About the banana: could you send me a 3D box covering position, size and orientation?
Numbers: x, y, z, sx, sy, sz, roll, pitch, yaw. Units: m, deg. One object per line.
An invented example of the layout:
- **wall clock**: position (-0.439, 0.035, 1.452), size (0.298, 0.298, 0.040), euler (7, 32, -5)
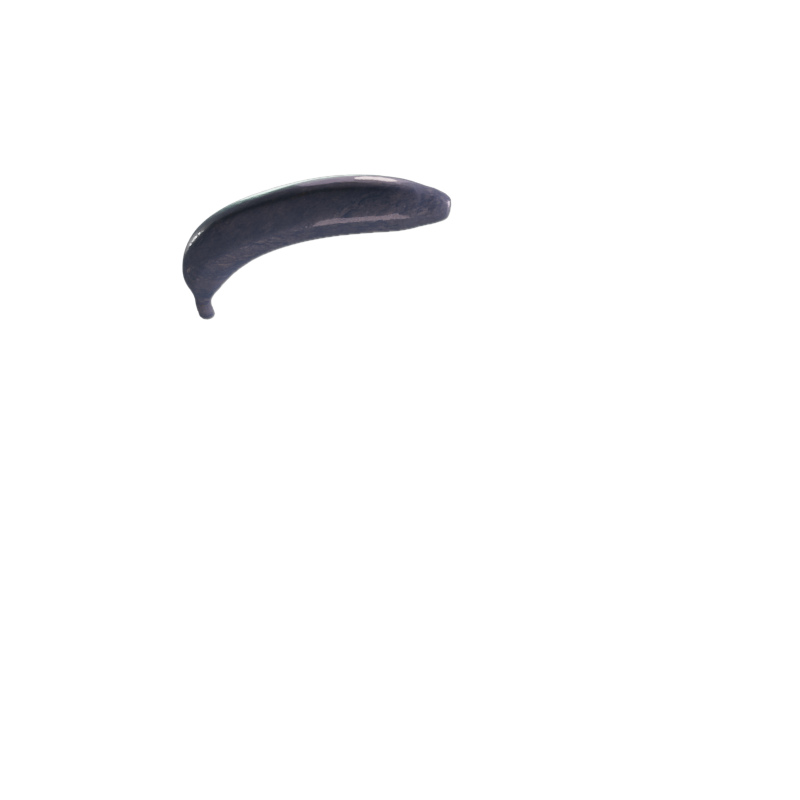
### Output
- **banana**: position (-0.068, -0.105, 0.688), size (0.200, 0.039, 0.065), euler (-17, -32, 29)
